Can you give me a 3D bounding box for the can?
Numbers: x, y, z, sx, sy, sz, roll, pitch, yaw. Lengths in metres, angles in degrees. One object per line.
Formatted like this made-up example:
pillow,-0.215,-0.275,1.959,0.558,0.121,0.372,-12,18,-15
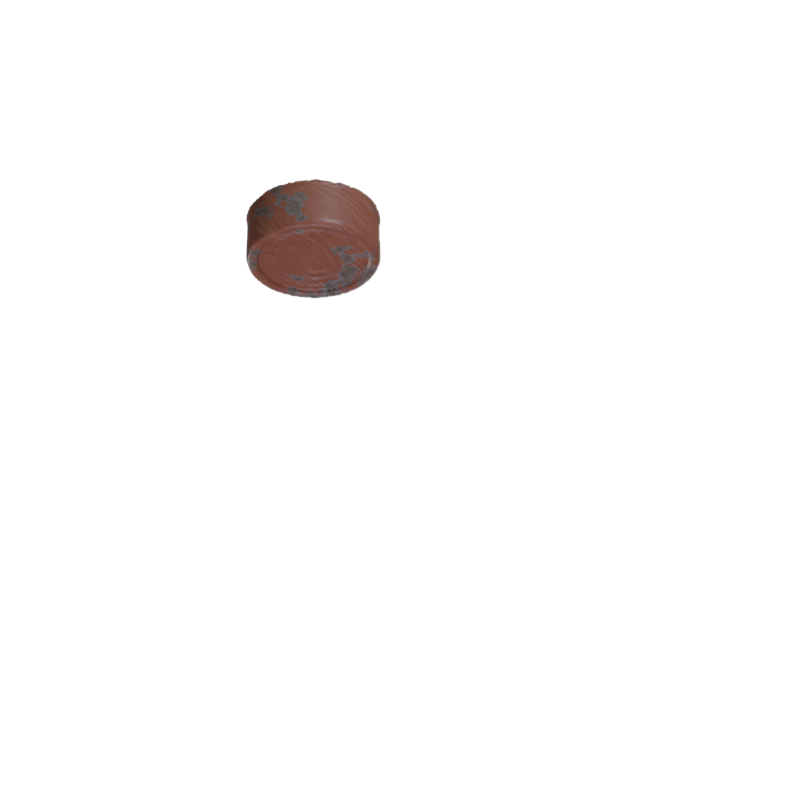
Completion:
can,-0.055,-0.100,0.702,0.086,0.036,0.081,1,-30,-2
